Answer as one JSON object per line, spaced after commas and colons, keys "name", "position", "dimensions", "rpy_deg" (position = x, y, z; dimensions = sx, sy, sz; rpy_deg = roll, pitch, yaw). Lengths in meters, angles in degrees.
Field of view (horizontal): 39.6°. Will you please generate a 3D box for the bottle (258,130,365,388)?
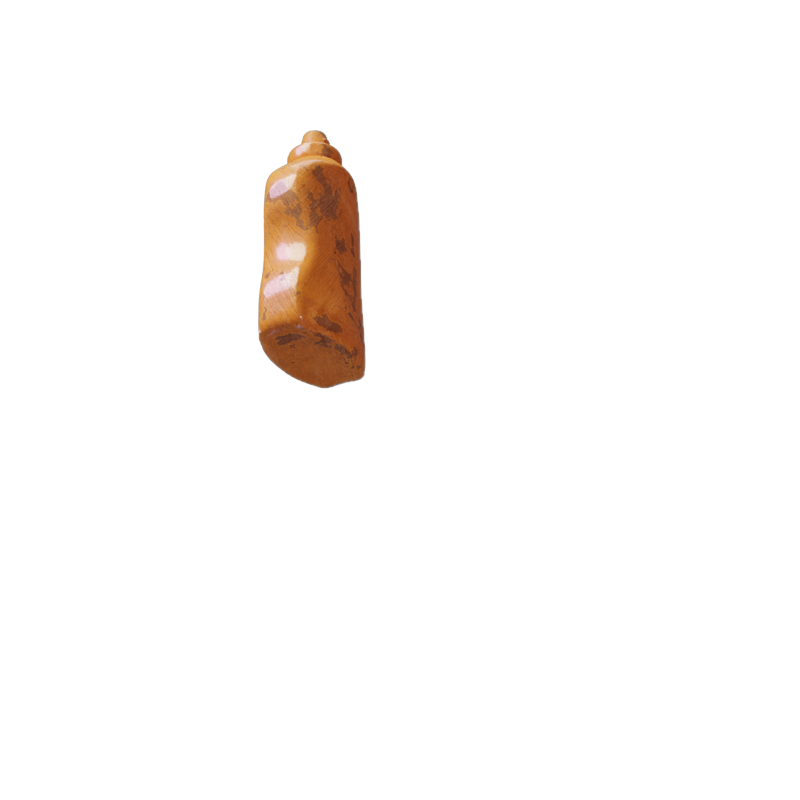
{"name": "bottle", "position": [-0.061, -0.112, 0.786], "dimensions": [0.059, 0.205, 0.089], "rpy_deg": [-18, -35, 24]}
